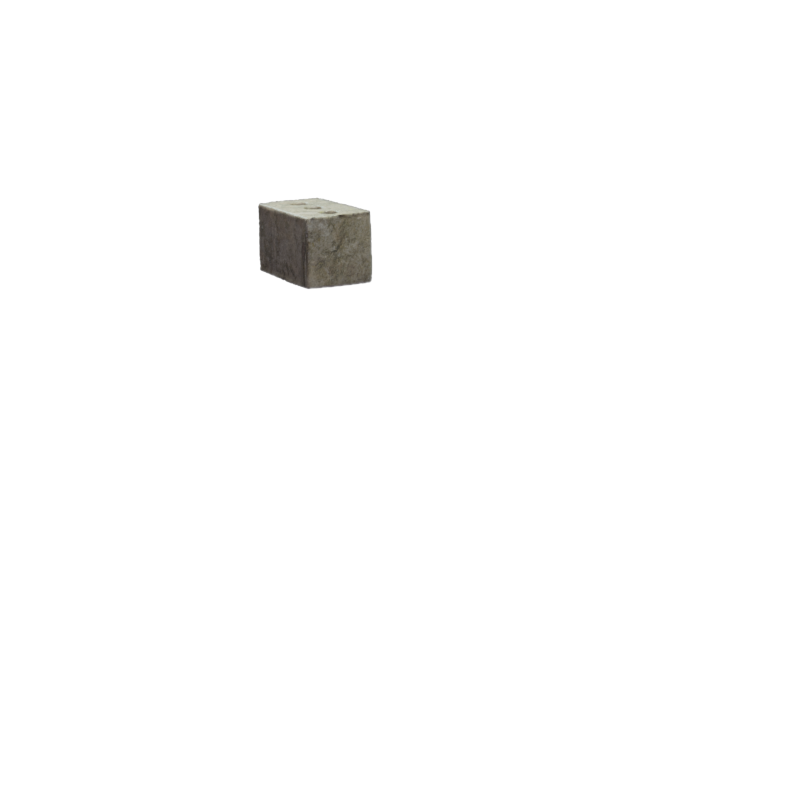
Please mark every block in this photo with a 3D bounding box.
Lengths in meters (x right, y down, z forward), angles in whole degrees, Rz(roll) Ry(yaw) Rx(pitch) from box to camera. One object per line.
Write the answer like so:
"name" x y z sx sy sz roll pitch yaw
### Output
"block" -0.062 -0.113 0.795 0.051 0.050 0.082 -9 18 -31
